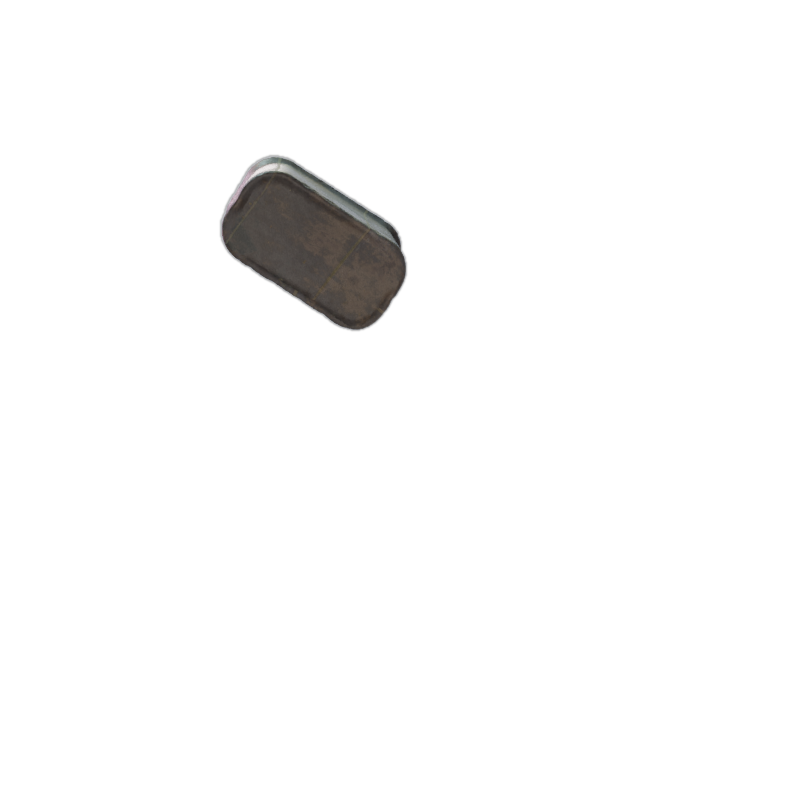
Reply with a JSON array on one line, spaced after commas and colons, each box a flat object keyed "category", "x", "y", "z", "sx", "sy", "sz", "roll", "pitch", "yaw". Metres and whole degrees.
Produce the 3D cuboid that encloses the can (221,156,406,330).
[{"category": "can", "x": -0.047, "y": -0.086, "z": 0.601, "sx": 0.101, "sy": 0.057, "sz": 0.086, "roll": 32, "pitch": 9, "yaw": -7}]
